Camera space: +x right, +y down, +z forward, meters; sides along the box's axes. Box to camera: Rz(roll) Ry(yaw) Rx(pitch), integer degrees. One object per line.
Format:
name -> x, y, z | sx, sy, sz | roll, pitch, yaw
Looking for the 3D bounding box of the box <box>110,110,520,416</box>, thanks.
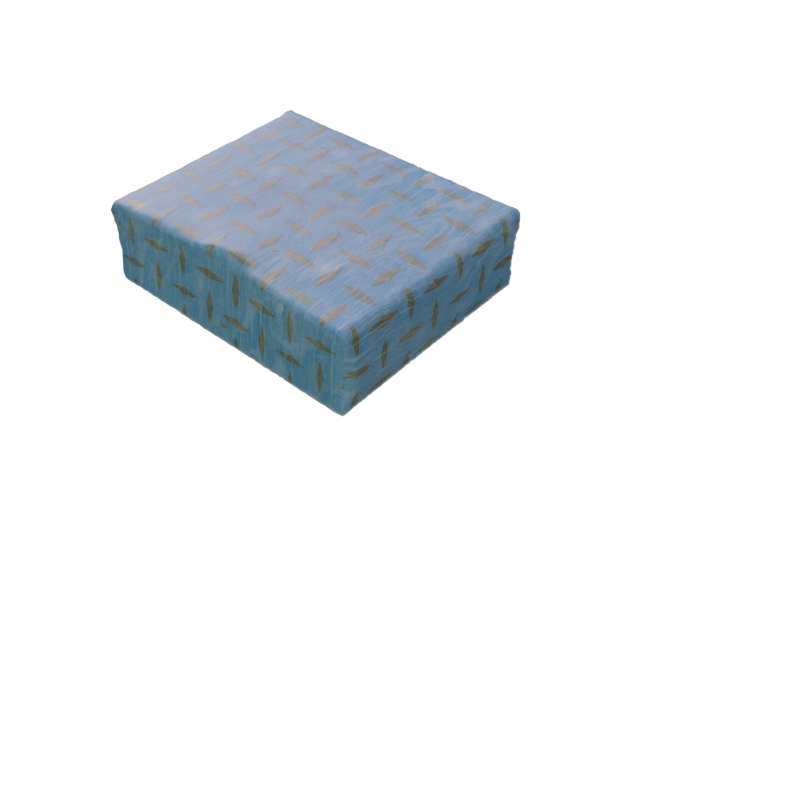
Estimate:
box -> -0.024, -0.044, 0.311 | 0.095, 0.028, 0.074 | 30, 48, 30
